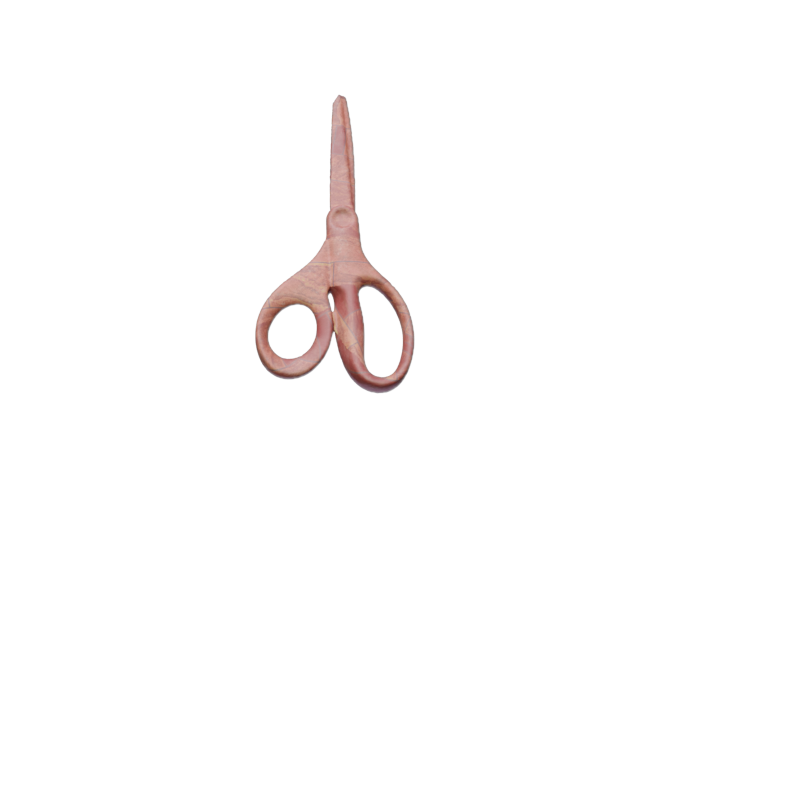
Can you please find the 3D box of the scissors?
[{"bbox_3d":[-0.051,-0.092,0.645,0.095,0.216,0.015,-14,-29,-8],"label":"scissors"}]
